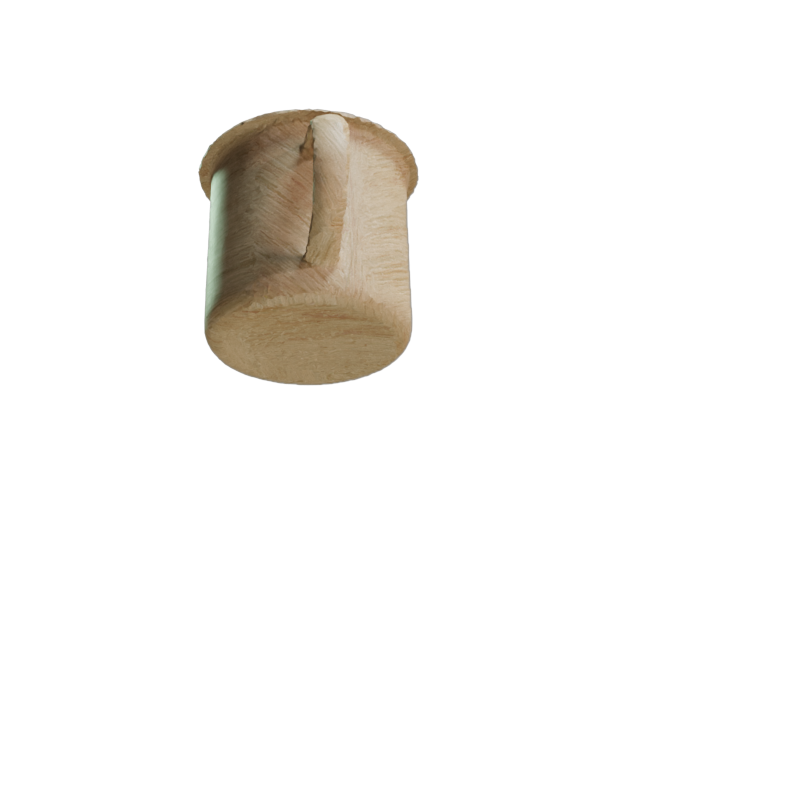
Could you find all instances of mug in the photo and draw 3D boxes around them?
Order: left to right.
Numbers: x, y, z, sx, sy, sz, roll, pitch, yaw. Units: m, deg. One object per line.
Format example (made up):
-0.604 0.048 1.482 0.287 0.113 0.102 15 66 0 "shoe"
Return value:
-0.035 -0.063 0.441 0.092 0.087 0.112 5 -28 -11 "mug"
